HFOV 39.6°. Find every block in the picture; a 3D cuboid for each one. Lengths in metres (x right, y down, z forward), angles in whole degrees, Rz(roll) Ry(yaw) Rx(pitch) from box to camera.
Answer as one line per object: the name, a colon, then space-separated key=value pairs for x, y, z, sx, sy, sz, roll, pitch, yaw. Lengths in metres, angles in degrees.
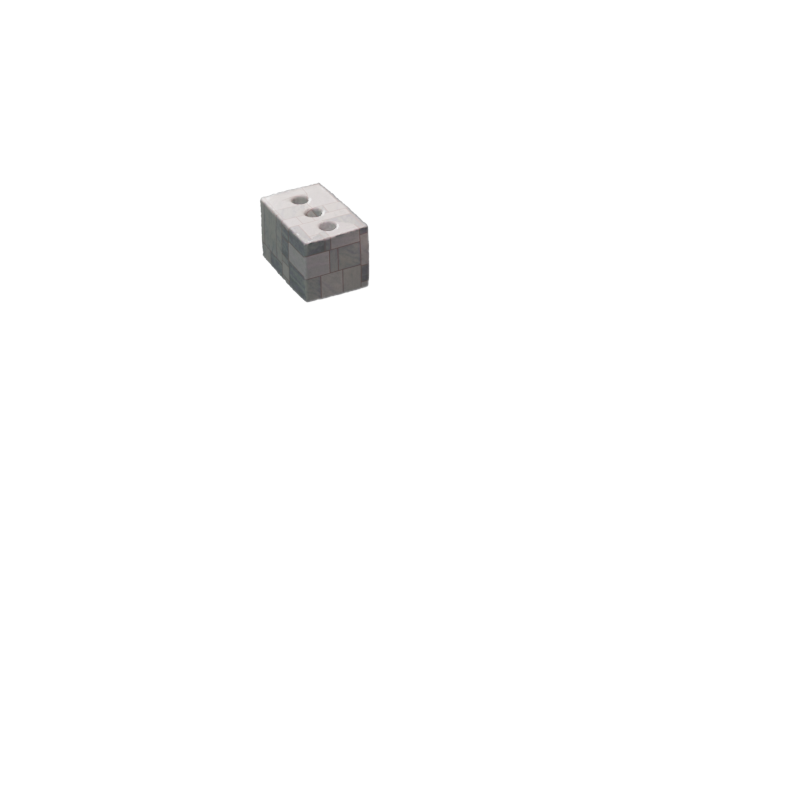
block: x=-0.064 y=-0.117 z=0.817 sx=0.052 sy=0.048 sz=0.084 roll=-17 pitch=39 yaw=-25
